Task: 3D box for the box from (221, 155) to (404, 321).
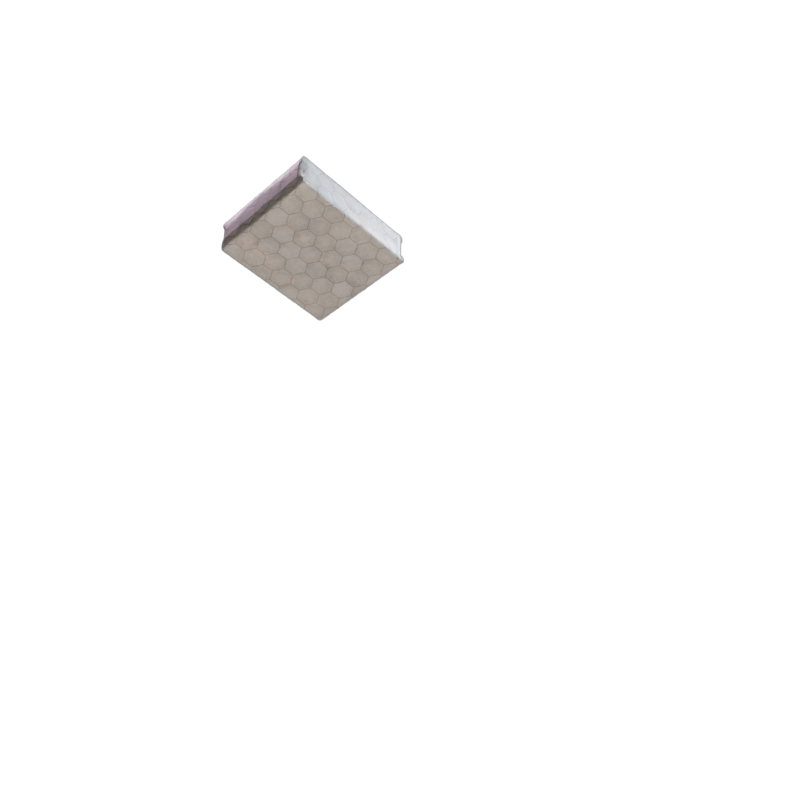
[{"bbox_3d":[-0.053,-0.098,0.684,0.072,0.032,0.084,-36,-56,28],"label":"box"}]
